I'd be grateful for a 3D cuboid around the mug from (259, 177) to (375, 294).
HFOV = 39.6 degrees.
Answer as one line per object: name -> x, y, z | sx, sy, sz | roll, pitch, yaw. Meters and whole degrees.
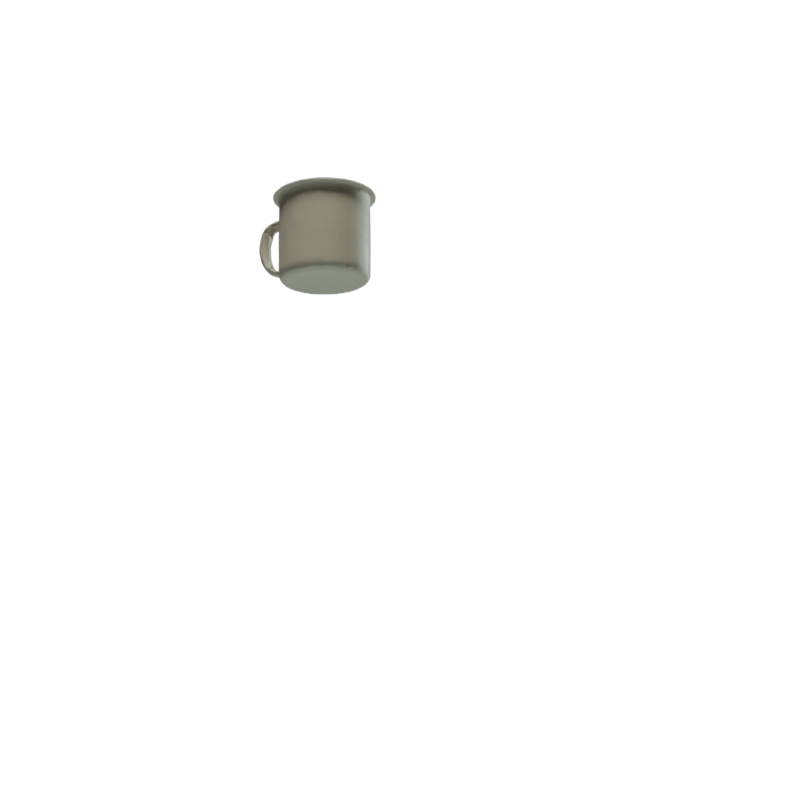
mug -> -0.078, -0.142, 0.995 | 0.120, 0.085, 0.087 | -9, -18, 29
